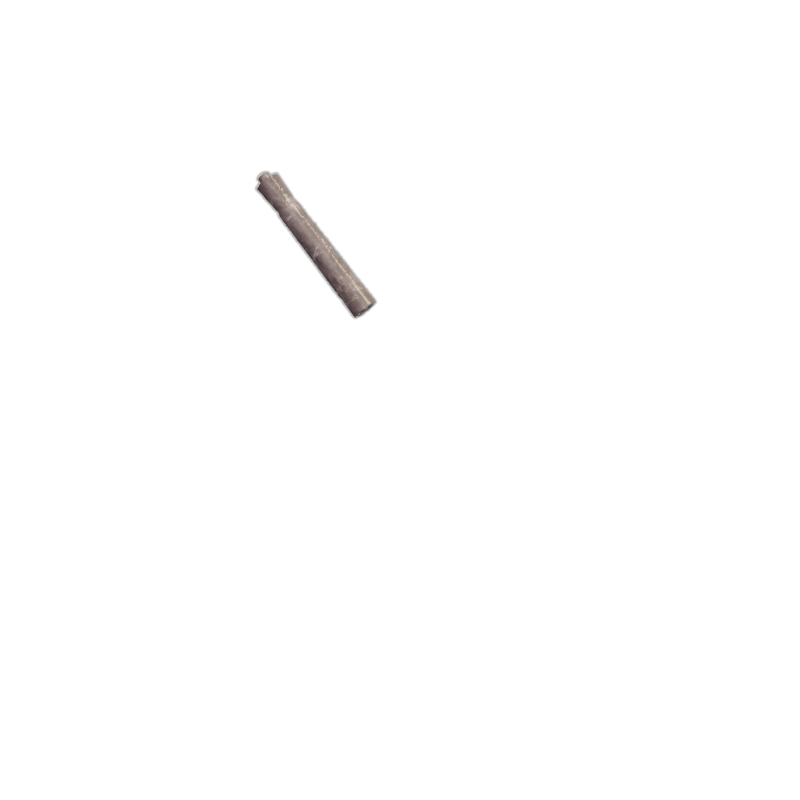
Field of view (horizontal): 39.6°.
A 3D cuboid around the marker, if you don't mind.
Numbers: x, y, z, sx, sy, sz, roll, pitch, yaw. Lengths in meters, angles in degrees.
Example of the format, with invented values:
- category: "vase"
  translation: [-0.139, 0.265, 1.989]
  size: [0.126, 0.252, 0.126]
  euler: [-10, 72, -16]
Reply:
- category: "marker"
  translation: [-0.060, -0.110, 0.768]
  size: [0.020, 0.125, 0.019]
  euler: [-35, -12, -9]
